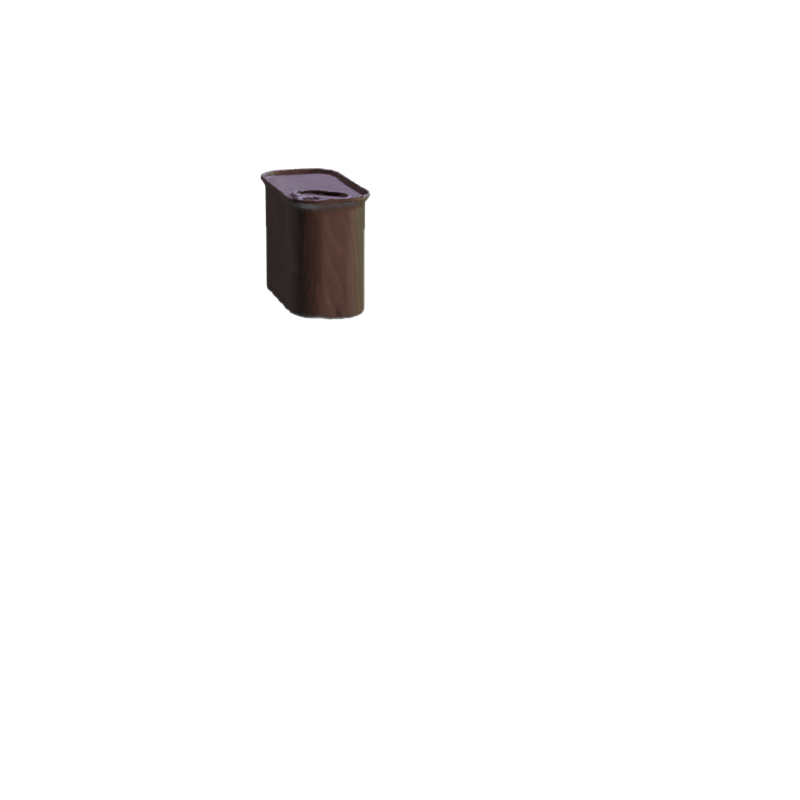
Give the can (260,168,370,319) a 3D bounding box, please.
[{"bbox_3d":[-0.060,-0.109,0.767,0.056,0.081,0.108,-5,21,-19],"label":"can"}]
